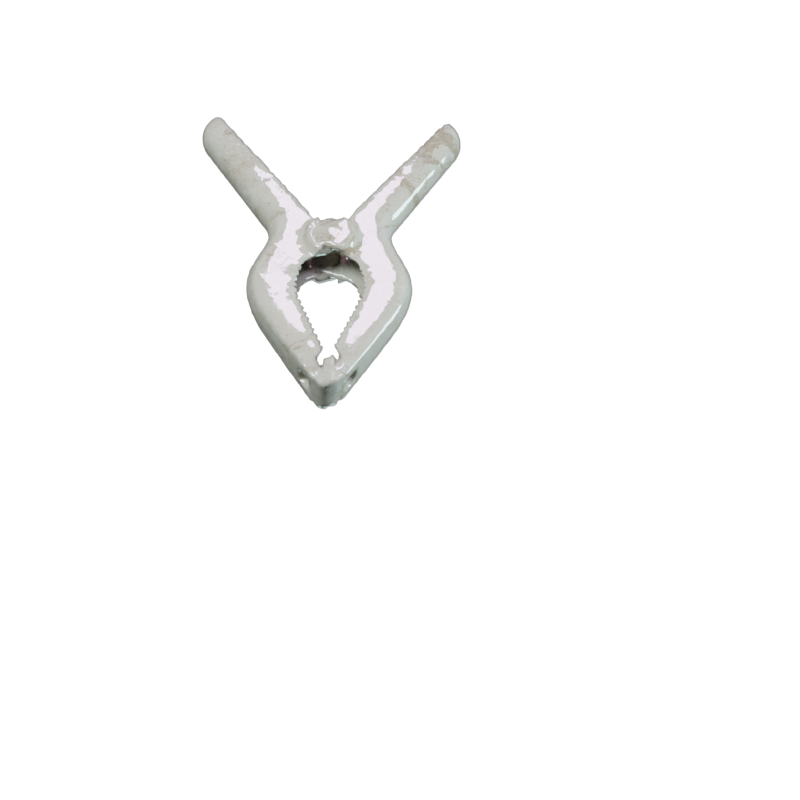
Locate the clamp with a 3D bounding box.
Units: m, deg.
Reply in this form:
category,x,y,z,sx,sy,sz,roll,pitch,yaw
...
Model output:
category,x,y,z,sx,sy,sz,roll,pitch,yaw
clamp,-0.052,-0.094,0.661,0.166,0.223,0.034,5,-36,4
